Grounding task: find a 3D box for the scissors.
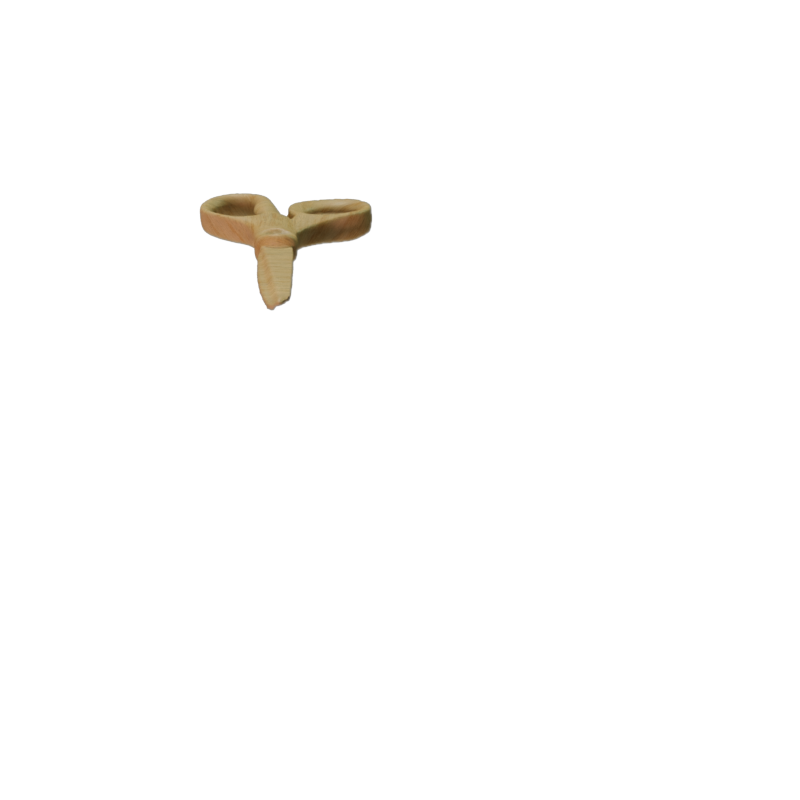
[{"bbox_3d":[-0.040,-0.072,0.506,0.094,0.015,0.213,-7,21,-19],"label":"scissors"}]
